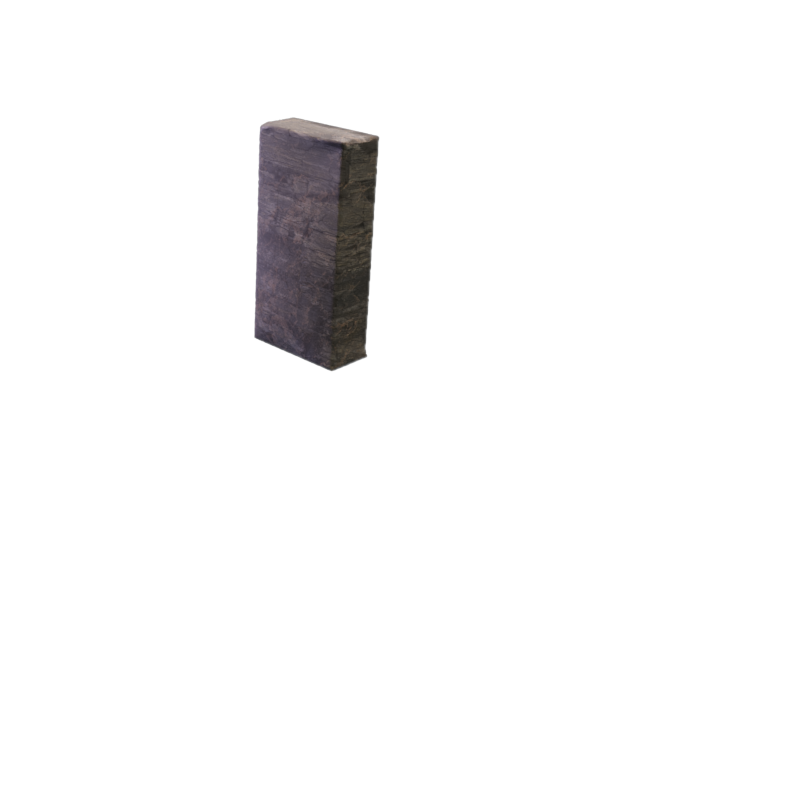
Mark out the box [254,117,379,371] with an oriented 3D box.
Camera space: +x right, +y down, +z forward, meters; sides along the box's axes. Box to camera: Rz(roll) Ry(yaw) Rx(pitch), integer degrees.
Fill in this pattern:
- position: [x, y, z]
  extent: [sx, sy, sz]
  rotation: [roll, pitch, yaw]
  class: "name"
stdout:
- position: [-0.066, -0.121, 0.845]
  extent: [0.099, 0.169, 0.047]
  rotation: [19, 26, 40]
  class: "box"
